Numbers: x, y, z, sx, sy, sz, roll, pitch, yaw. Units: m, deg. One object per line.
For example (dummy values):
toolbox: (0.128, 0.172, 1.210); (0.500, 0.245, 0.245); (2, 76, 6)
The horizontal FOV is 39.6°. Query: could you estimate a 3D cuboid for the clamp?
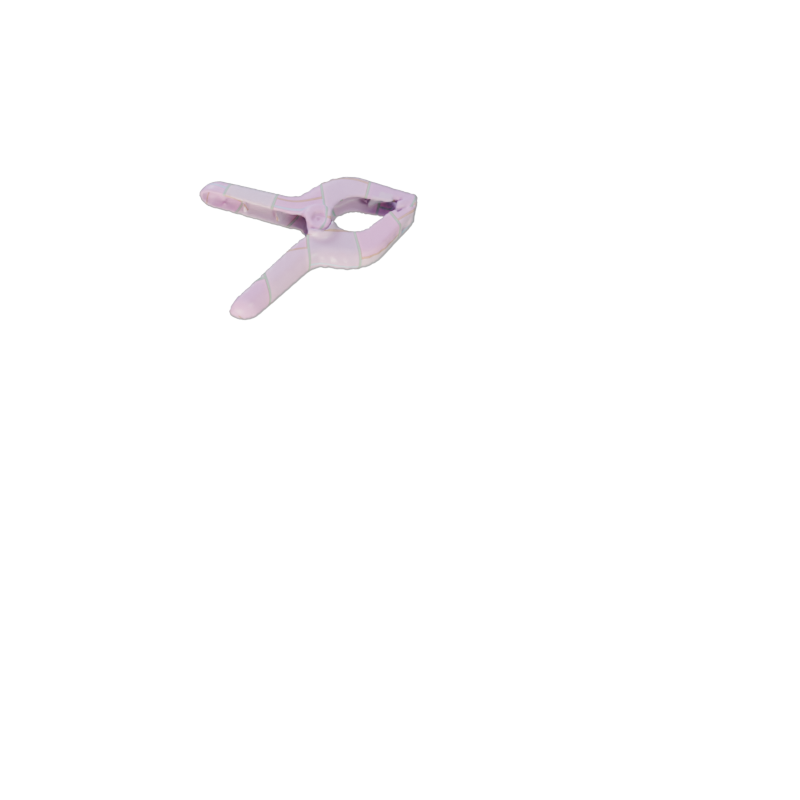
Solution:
clamp: (-0.068, -0.124, 0.867); (0.171, 0.127, 0.037); (-7, -21, -3)
